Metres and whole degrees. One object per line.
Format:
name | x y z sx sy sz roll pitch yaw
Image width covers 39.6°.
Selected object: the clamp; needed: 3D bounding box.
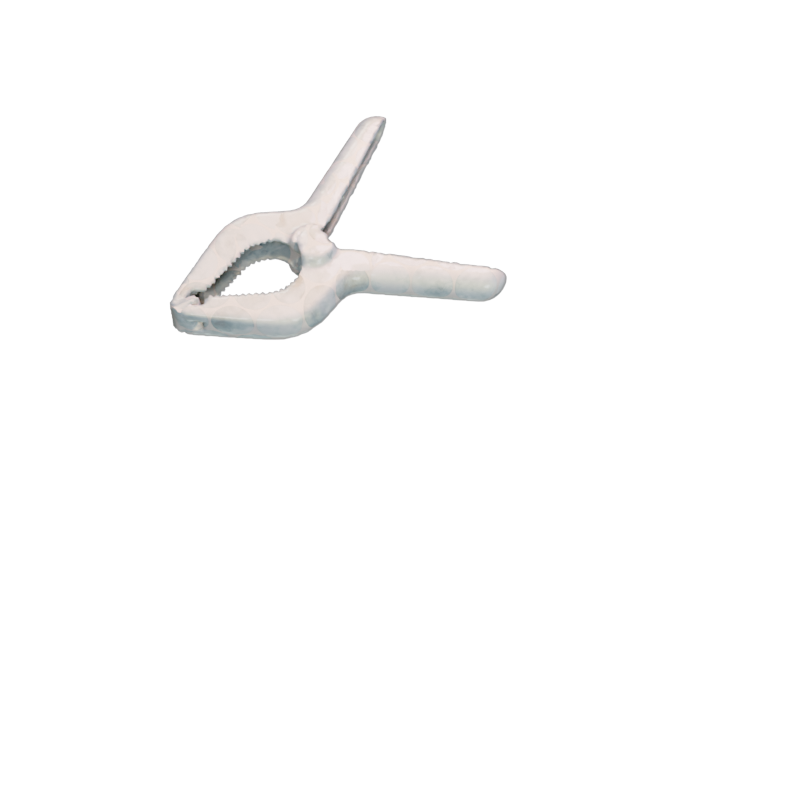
clamp | -0.058 -0.105 0.736 0.209 0.177 0.034 -20 -31 -13
